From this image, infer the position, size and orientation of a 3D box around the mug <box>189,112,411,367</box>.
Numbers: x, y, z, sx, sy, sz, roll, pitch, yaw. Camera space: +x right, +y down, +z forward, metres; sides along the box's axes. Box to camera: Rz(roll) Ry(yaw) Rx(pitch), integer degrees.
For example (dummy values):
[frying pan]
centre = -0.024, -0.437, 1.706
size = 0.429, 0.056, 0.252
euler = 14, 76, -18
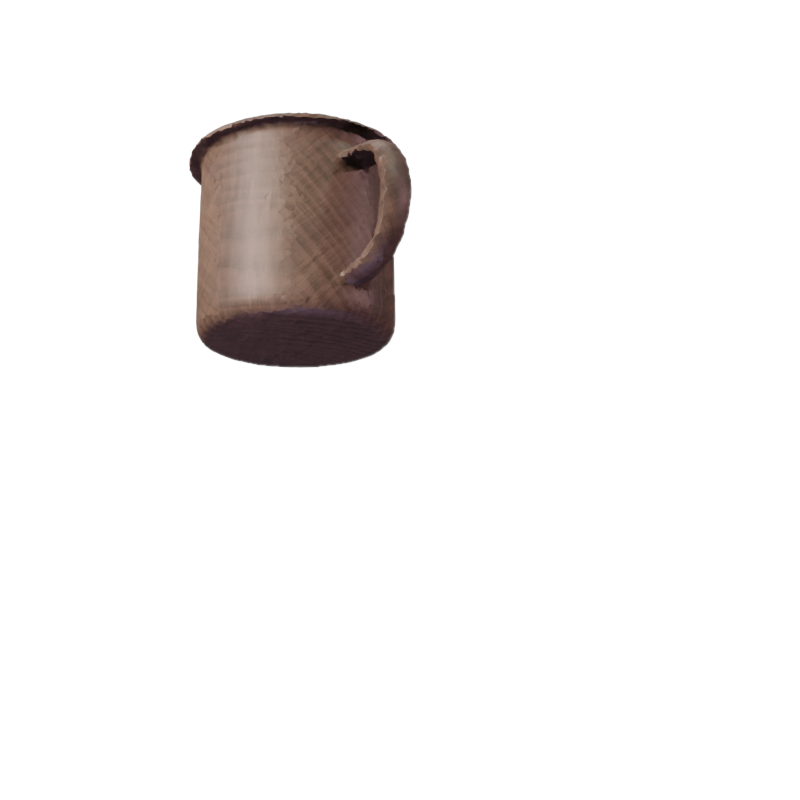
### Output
[mug]
centre = -0.036, -0.065, 0.457
size = 0.088, 0.085, 0.118
euler = 14, -23, -38
